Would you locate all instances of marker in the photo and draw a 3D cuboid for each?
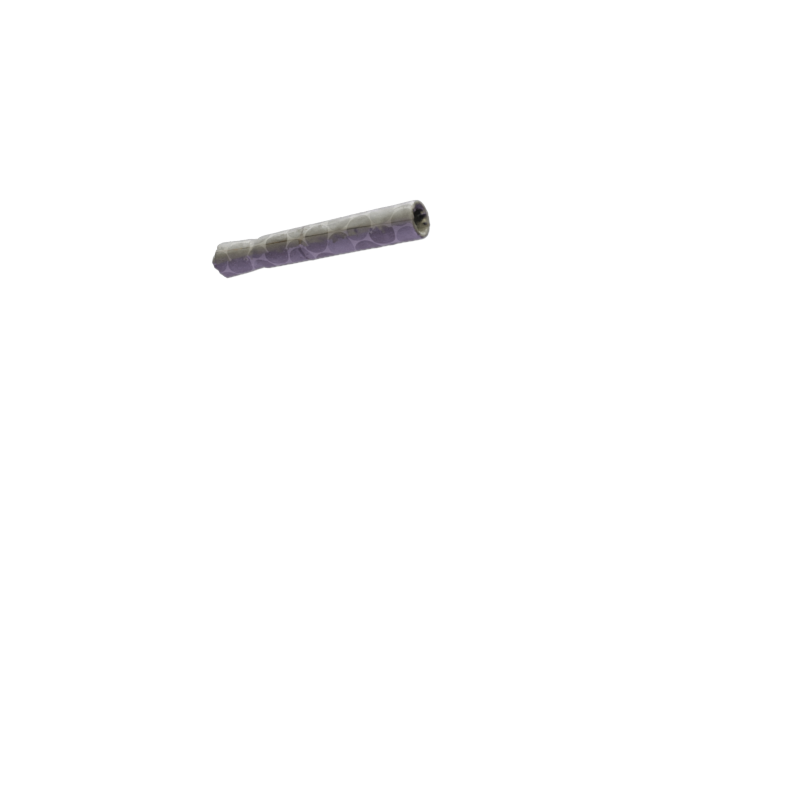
[{"bbox_3d":[-0.043,-0.078,0.546,0.124,0.020,0.019,-7,0,31],"label":"marker"}]
